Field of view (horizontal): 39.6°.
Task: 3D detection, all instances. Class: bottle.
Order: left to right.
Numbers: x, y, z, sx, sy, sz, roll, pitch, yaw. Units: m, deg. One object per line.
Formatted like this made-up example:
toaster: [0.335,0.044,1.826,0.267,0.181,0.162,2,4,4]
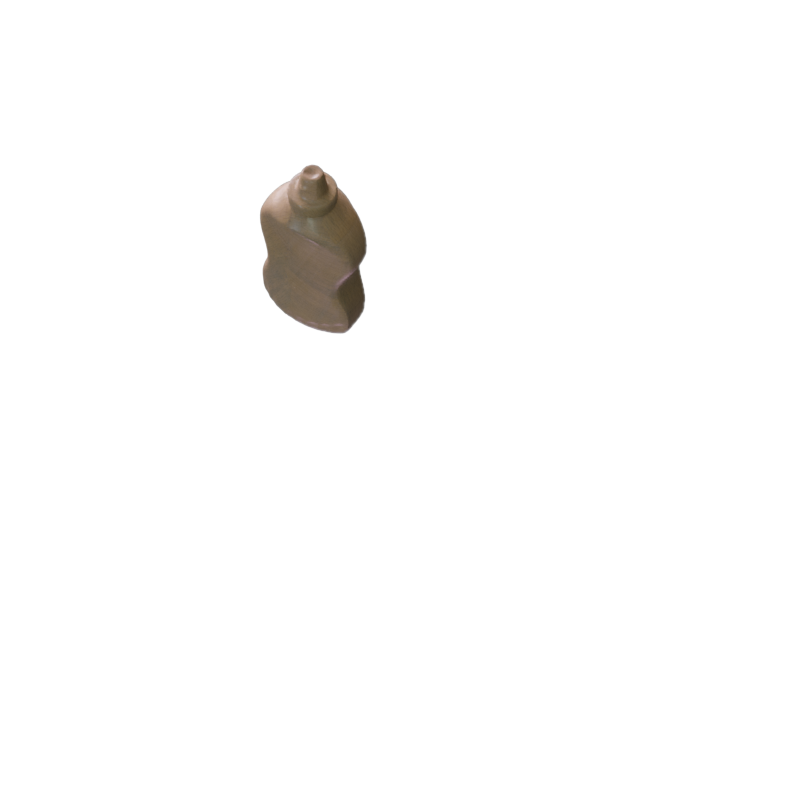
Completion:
bottle: [-0.075,-0.135,0.949,0.100,0.060,0.180,33,-26,15]
